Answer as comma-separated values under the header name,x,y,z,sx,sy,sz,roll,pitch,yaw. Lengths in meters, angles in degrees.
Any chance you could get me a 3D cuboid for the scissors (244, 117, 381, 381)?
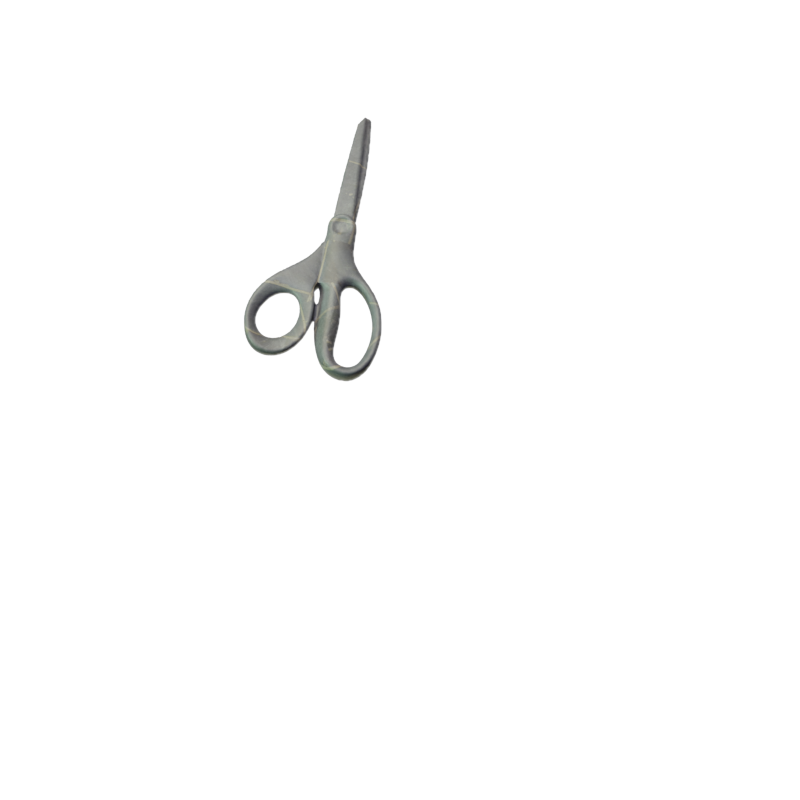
name,x,y,z,sx,sy,sz,roll,pitch,yaw
scissors,-0.058,-0.105,0.736,0.096,0.215,0.015,-5,-30,-3
